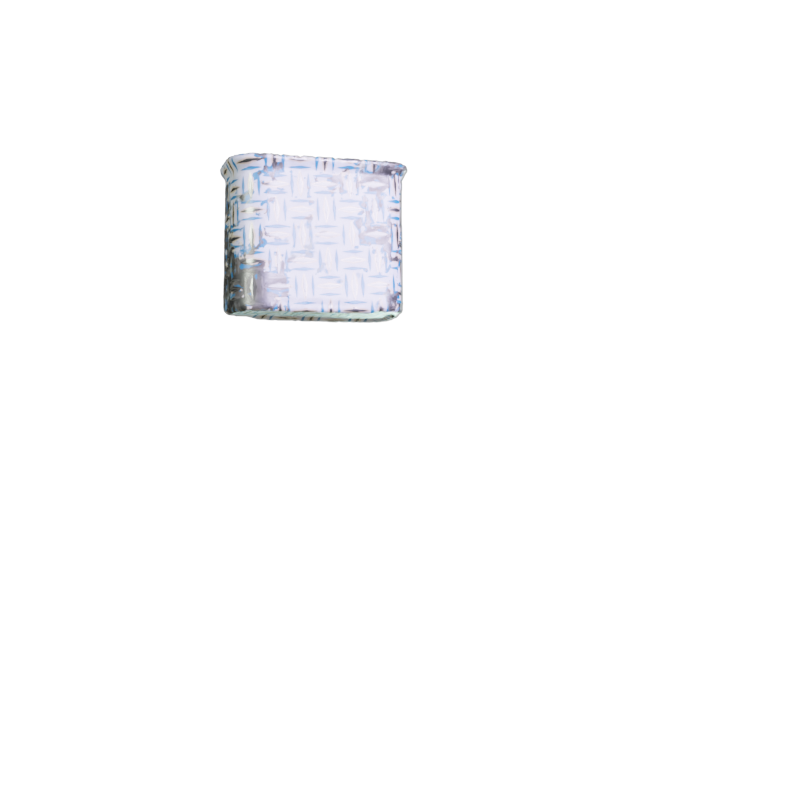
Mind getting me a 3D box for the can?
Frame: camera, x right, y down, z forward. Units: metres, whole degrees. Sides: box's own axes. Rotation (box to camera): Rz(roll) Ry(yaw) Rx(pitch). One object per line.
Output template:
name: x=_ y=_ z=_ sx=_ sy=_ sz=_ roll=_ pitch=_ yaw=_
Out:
can: x=-0.048 y=-0.087 z=0.613 sx=0.100 sy=0.086 sz=0.058 roll=1 pitch=-7 yaw=-15
